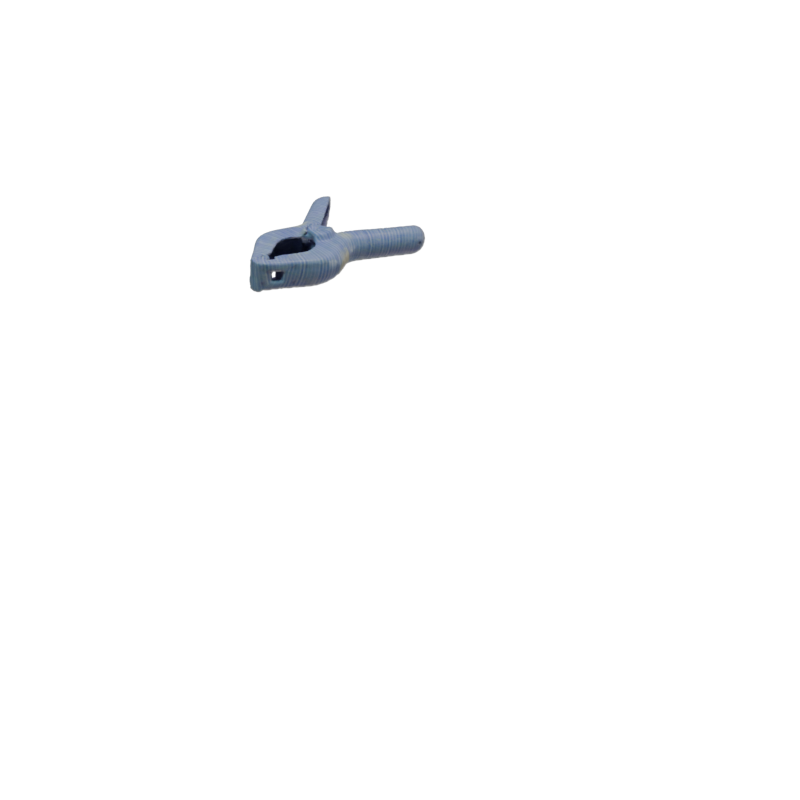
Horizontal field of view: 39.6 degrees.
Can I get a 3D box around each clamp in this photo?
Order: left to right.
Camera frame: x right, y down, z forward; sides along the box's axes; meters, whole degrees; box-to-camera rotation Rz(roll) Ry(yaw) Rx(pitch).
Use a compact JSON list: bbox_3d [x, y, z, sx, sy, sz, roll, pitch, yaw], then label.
[{"bbox_3d":[-0.076,-0.138,0.966,0.169,0.037,0.128,-22,33,-39],"label":"clamp"}]
